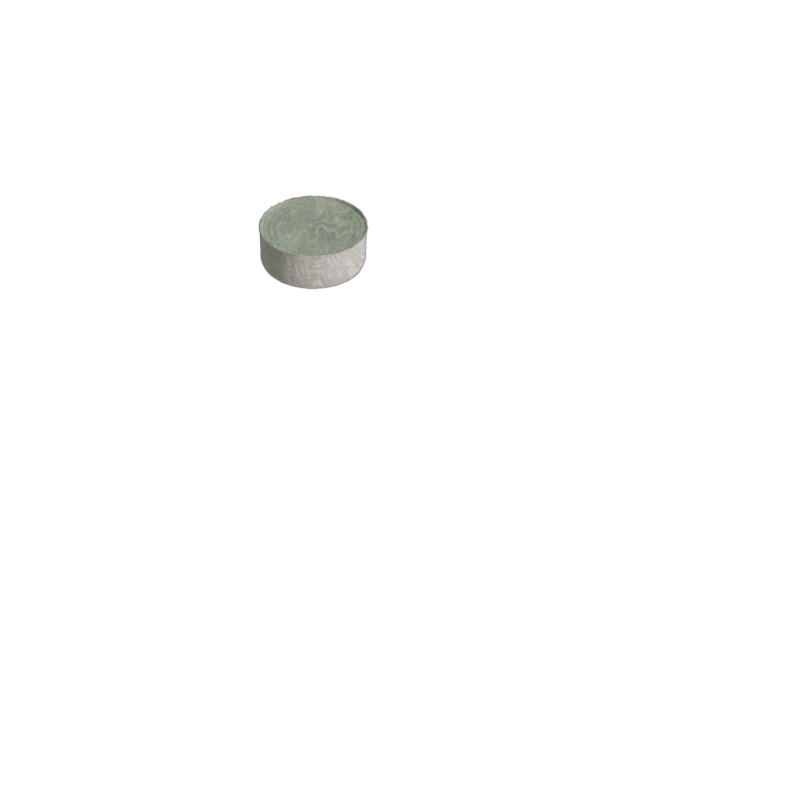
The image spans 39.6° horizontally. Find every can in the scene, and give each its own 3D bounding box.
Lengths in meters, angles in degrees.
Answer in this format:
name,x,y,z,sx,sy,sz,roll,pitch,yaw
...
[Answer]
name,x,y,z,sx,sy,sz,roll,pitch,yaw
can,-0.068,-0.125,0.875,0.086,0.031,0.092,-1,40,-2
